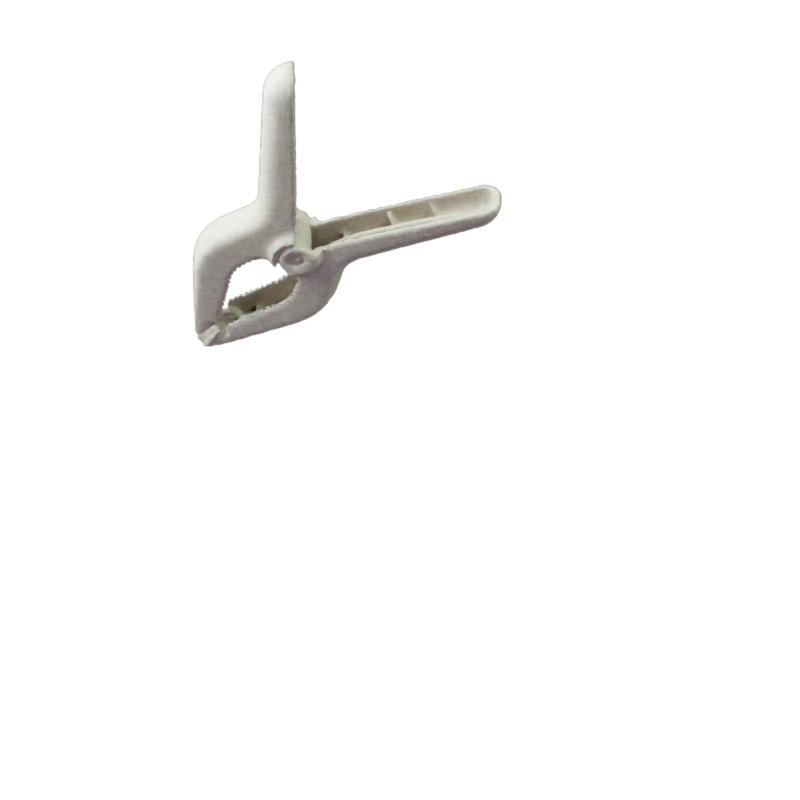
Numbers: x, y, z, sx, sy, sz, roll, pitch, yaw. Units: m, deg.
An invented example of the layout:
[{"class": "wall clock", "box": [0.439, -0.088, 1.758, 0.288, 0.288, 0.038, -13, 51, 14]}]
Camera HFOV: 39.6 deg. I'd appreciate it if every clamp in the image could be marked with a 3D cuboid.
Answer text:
[{"class": "clamp", "box": [-0.053, -0.097, 0.677, 0.157, 0.039, 0.204, 24, -48, -23]}]
